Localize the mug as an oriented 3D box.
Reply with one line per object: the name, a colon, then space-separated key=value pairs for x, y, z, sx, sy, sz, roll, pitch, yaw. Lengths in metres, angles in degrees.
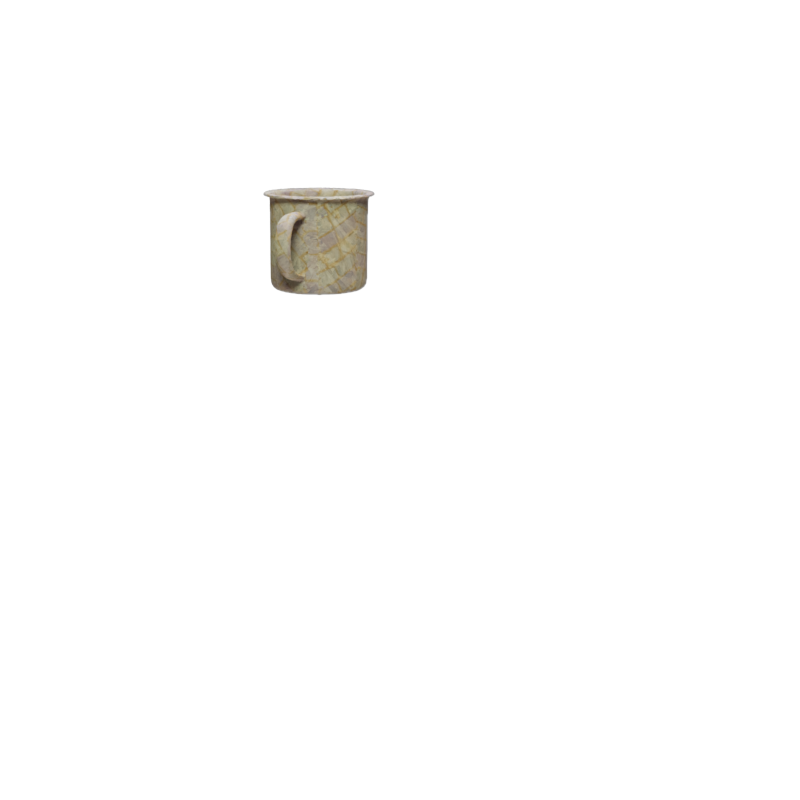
mug: x=-0.072 y=-0.132 z=0.921 sx=0.096 sy=0.080 sz=0.117 roll=5 pitch=14 yaw=19
